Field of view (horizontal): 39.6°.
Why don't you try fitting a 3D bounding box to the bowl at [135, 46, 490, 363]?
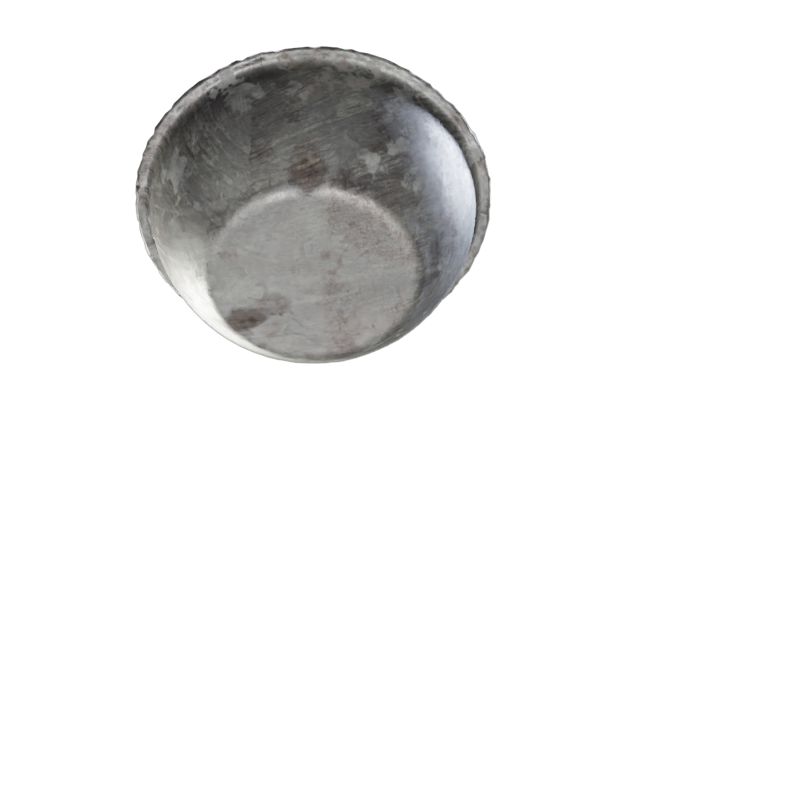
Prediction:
[{"bbox_3d":[-0.038,-0.069,0.484,0.162,0.151,0.059,1,38,-1],"label":"bowl"}]
